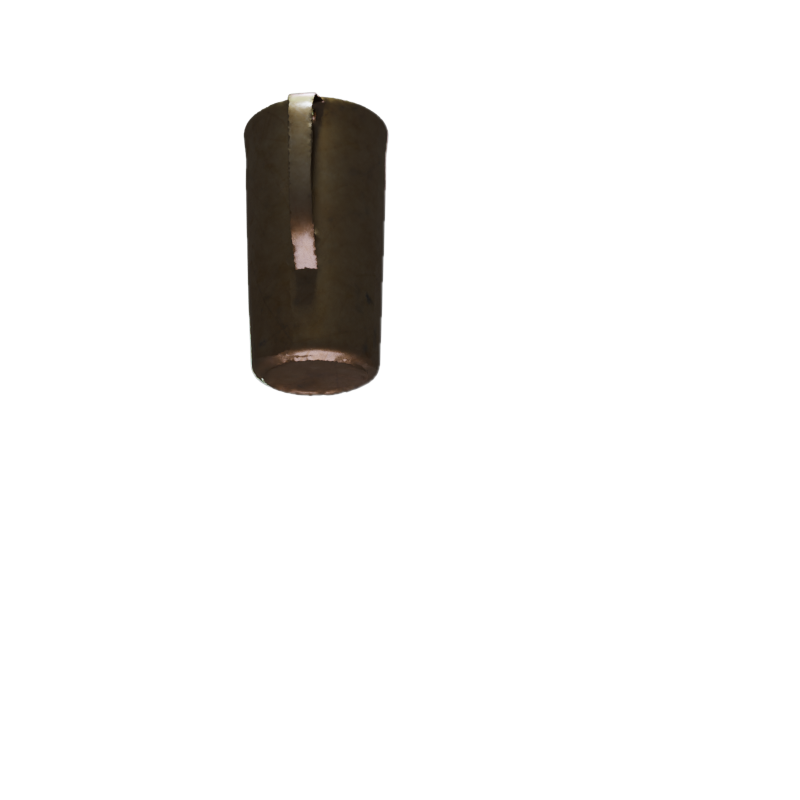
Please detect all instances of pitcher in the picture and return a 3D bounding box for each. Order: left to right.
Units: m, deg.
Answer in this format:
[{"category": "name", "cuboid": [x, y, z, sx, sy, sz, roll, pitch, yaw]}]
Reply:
[{"category": "pitcher", "cuboid": [-0.075, -0.137, 0.961, 0.141, 0.257, 0.145, 19, -31, -37]}]
